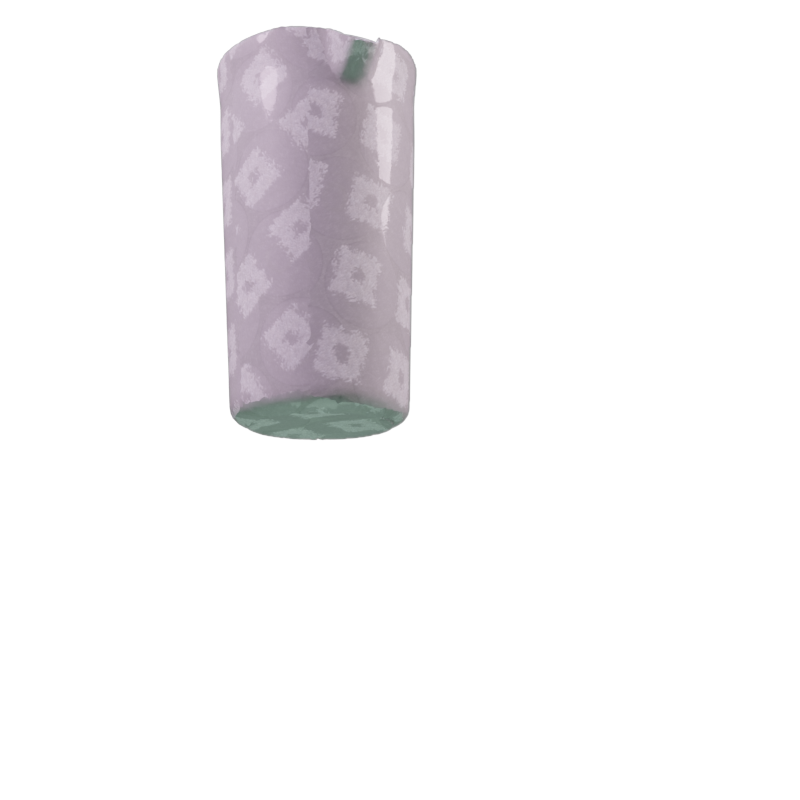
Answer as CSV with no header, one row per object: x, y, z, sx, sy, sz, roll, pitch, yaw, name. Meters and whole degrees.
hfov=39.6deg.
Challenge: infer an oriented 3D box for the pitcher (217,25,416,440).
-0.056,-0.101,0.710,0.148,0.254,0.140,-8,-19,20,pitcher
